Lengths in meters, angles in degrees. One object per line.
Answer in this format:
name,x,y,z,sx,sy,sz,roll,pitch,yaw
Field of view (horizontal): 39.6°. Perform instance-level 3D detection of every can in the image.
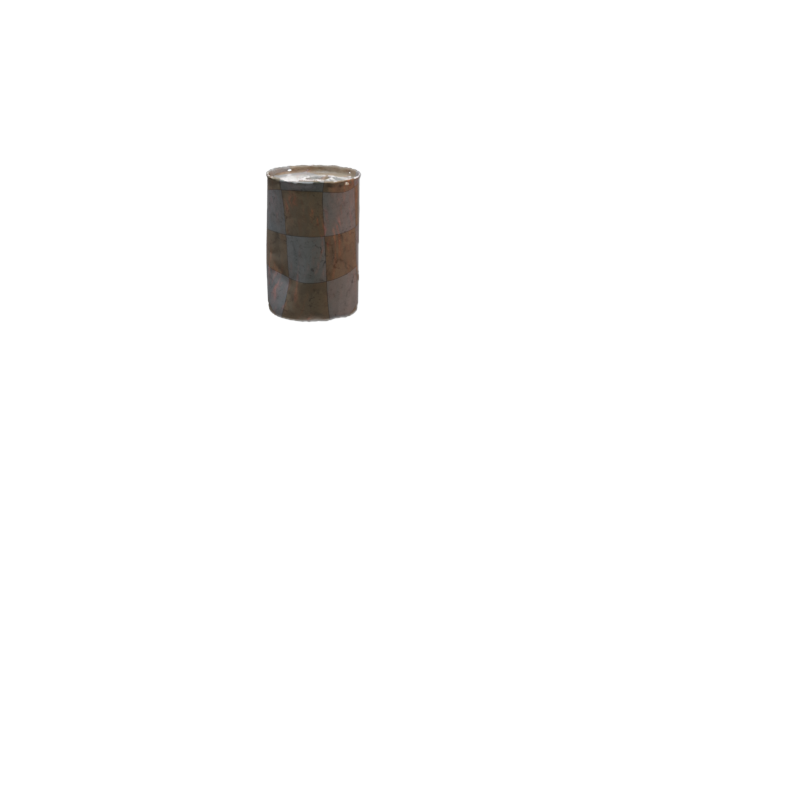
can,-0.063,-0.115,0.802,0.068,0.099,0.071,0,16,-2
